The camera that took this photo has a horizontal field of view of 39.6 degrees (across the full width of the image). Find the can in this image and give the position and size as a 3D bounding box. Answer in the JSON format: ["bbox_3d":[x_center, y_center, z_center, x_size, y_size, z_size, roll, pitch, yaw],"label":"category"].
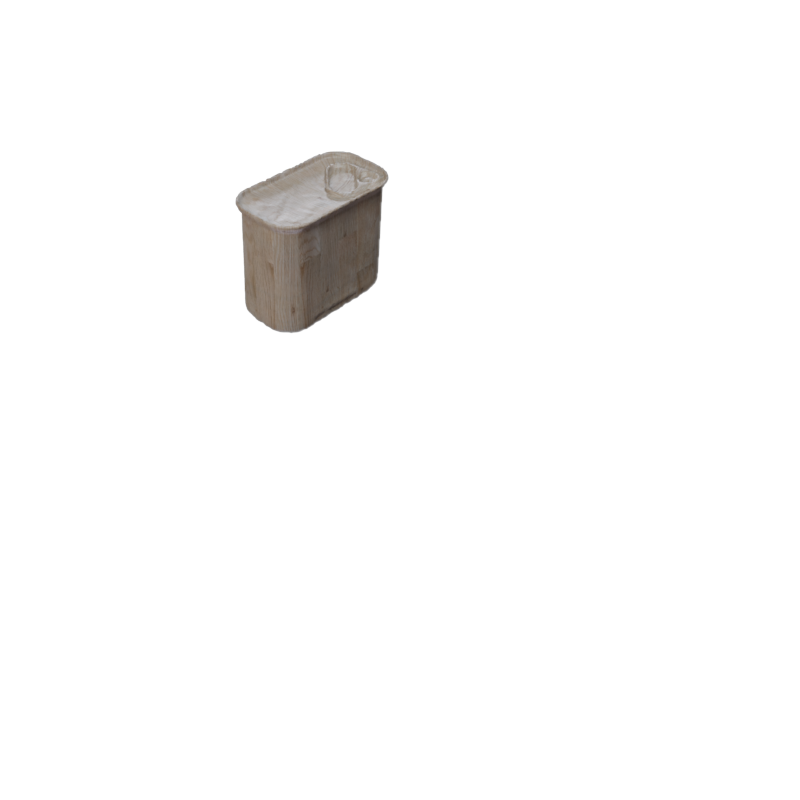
[{"bbox_3d":[-0.057,-0.104,0.725,0.061,0.078,0.102,29,45,32],"label":"can"}]
